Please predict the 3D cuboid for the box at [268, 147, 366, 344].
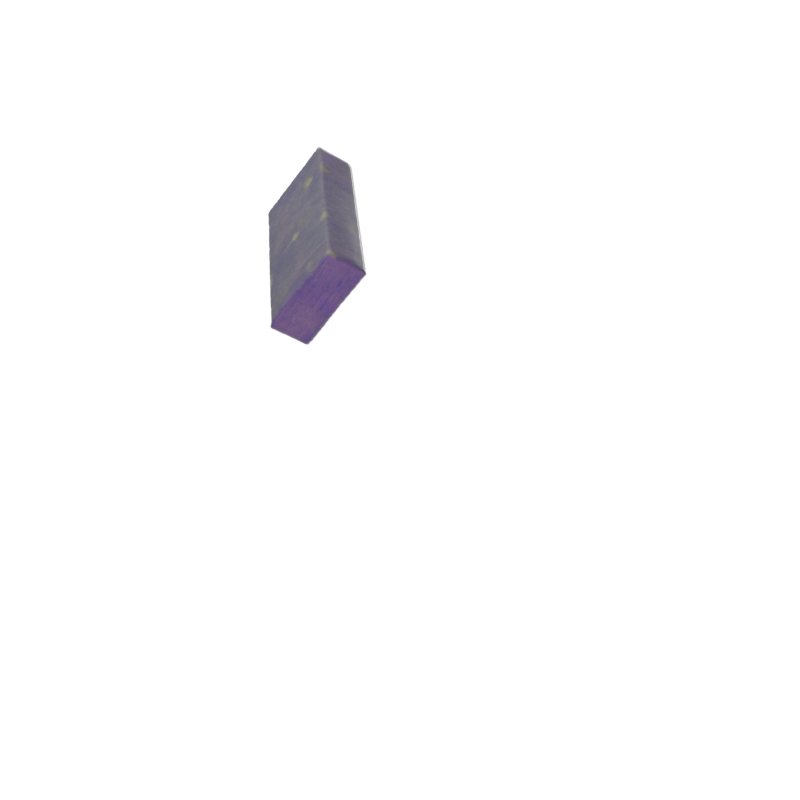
[{"bbox_3d":[-0.077,-0.142,0.991,0.046,0.091,0.189,28,32,-24],"label":"box"}]
